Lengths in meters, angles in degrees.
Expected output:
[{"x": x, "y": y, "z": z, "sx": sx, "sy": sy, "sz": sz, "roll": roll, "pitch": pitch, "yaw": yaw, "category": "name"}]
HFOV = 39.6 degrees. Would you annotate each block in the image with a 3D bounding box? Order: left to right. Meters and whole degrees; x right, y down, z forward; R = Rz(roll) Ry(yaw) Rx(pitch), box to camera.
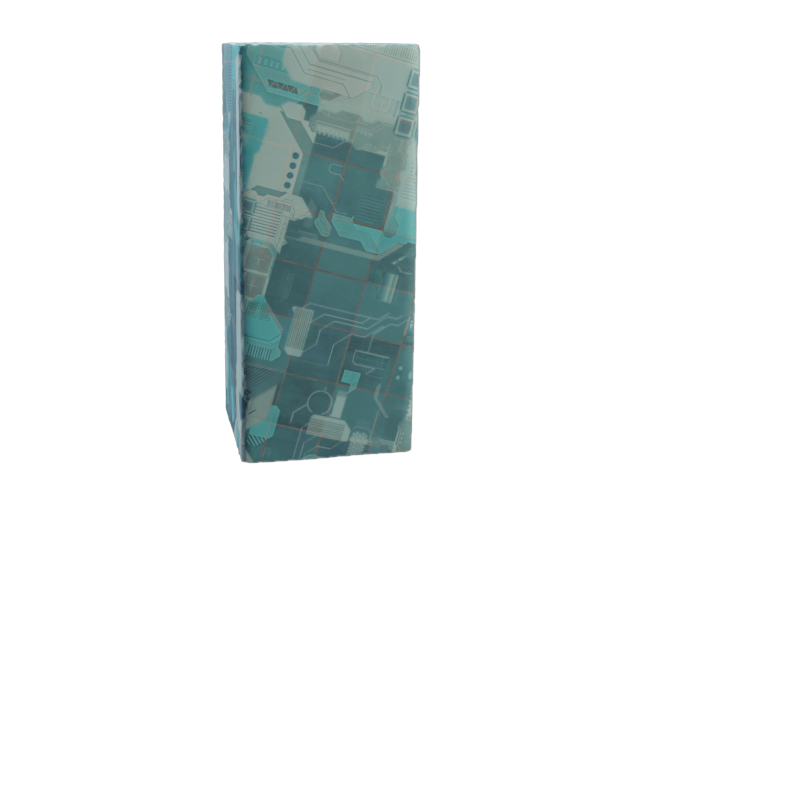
[{"x": -0.045, "y": -0.083, "z": 0.582, "sx": 0.089, "sy": 0.201, "sz": 0.094, "roll": -2, "pitch": 12, "yaw": -13, "category": "block"}]
